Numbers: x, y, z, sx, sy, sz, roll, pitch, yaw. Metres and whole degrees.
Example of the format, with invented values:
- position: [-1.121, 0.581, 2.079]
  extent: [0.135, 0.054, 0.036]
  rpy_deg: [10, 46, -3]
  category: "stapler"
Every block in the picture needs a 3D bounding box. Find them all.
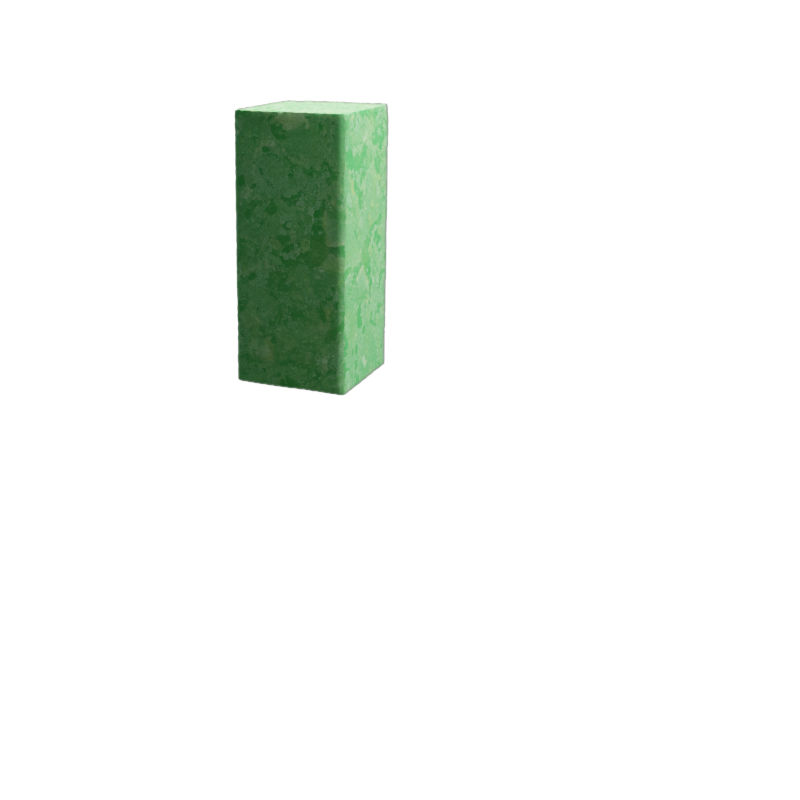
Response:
- position: [-0.065, -0.120, 0.842]
  extent: [0.093, 0.200, 0.090]
  rpy_deg: [6, 14, 21]
  category: "block"
